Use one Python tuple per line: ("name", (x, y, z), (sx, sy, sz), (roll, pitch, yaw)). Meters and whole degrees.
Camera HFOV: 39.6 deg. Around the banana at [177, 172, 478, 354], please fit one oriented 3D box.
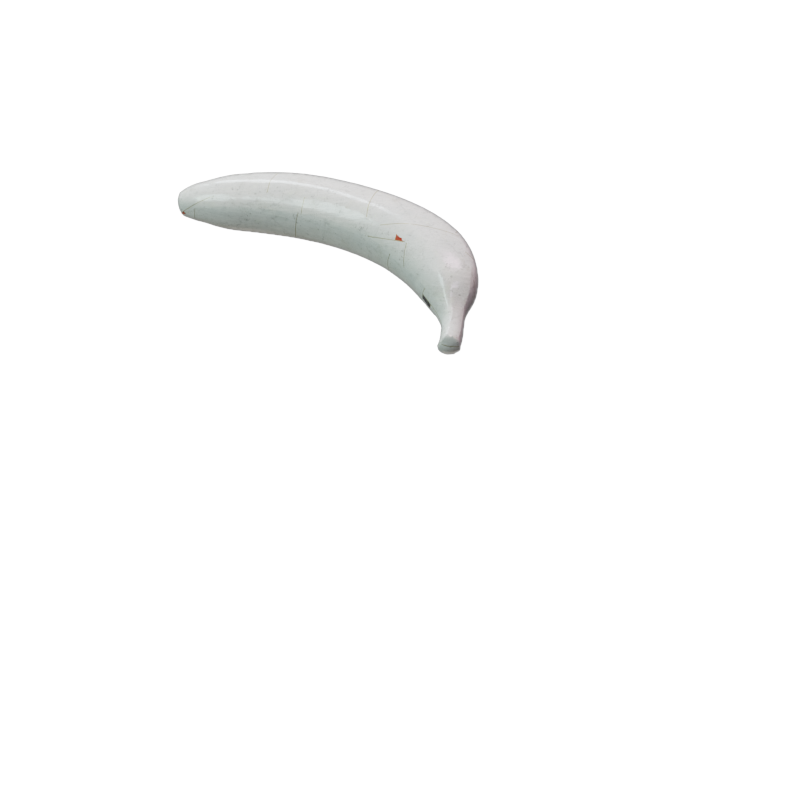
("banana", (-0.031, -0.089, 0.588), (0.210, 0.034, 0.070), (28, 43, 33))
